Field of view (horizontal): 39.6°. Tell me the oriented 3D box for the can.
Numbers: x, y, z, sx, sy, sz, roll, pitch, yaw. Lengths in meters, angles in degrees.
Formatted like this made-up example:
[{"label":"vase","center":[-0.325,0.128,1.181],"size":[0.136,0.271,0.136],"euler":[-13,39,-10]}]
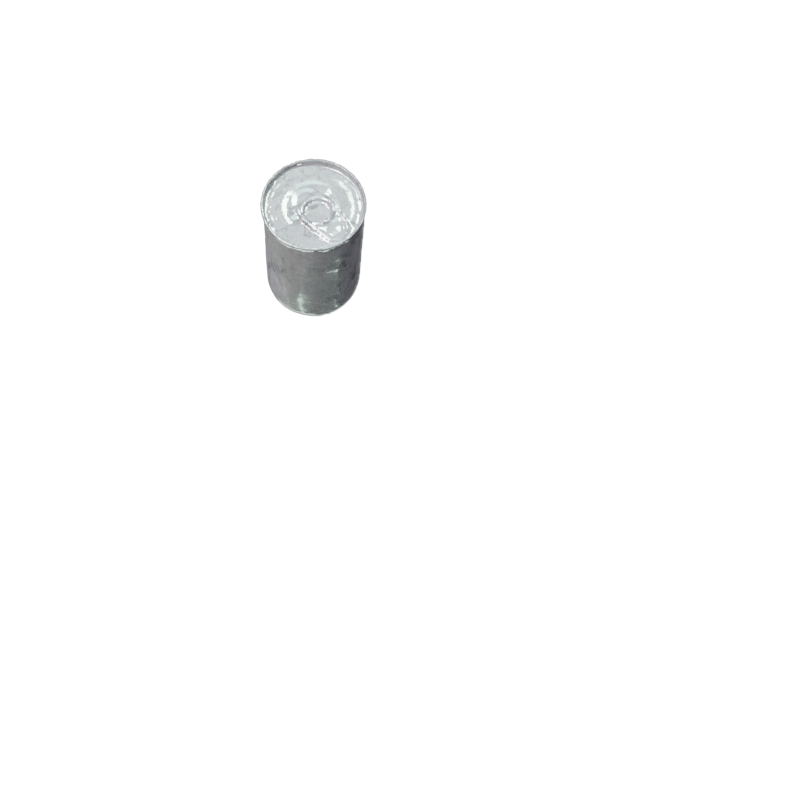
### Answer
[{"label":"can","center":[-0.059,-0.107,0.751],"size":[0.068,0.073,0.097],"euler":[0,-24,-3]}]
